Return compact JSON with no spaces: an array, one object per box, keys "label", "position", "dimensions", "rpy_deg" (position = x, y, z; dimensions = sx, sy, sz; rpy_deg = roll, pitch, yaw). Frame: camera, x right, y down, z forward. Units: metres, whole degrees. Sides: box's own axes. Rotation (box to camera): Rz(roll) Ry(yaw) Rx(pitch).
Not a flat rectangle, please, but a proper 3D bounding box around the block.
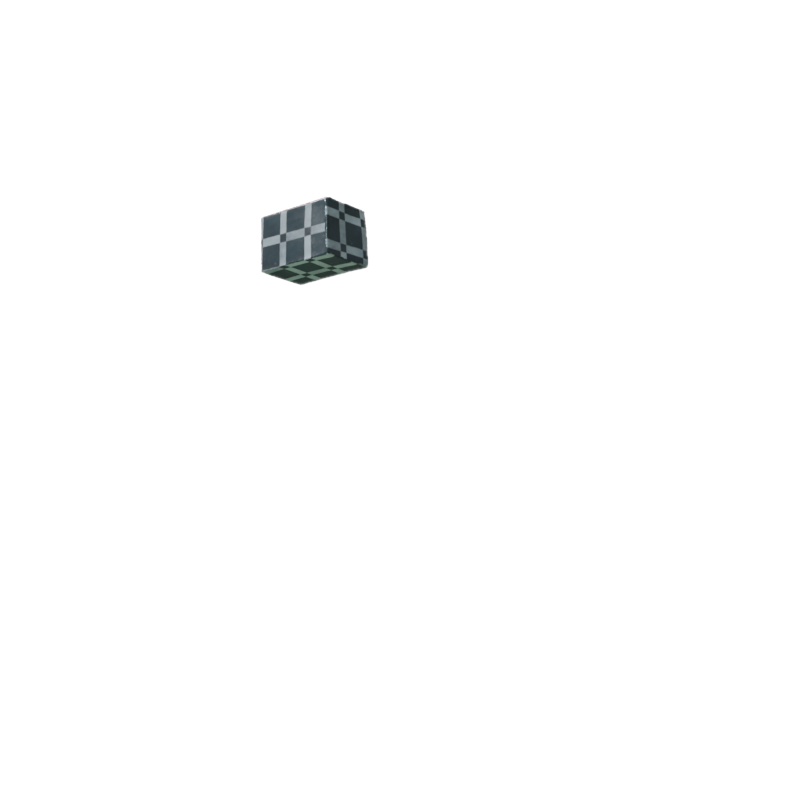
[{"label":"block","position":[-0.073,-0.134,0.939],"dimensions":[0.080,0.053,0.050],"rpy_deg":[-11,-18,37]}]
